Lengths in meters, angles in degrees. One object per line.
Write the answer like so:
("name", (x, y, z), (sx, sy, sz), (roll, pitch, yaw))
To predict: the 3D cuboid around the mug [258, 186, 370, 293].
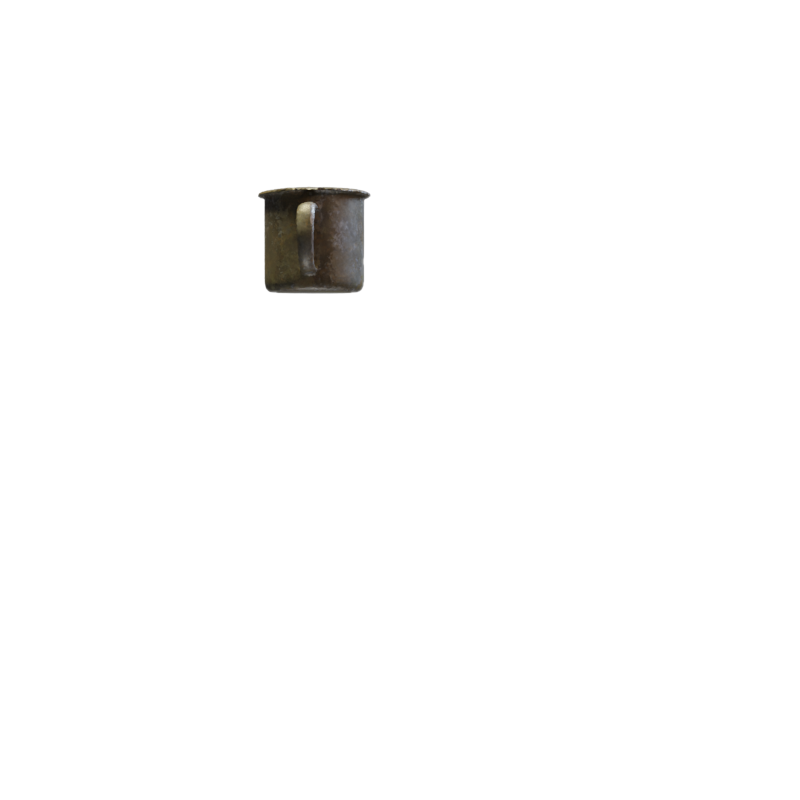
("mug", (-0.070, -0.129, 0.900), (0.093, 0.082, 0.116), (0, 1, 1))
